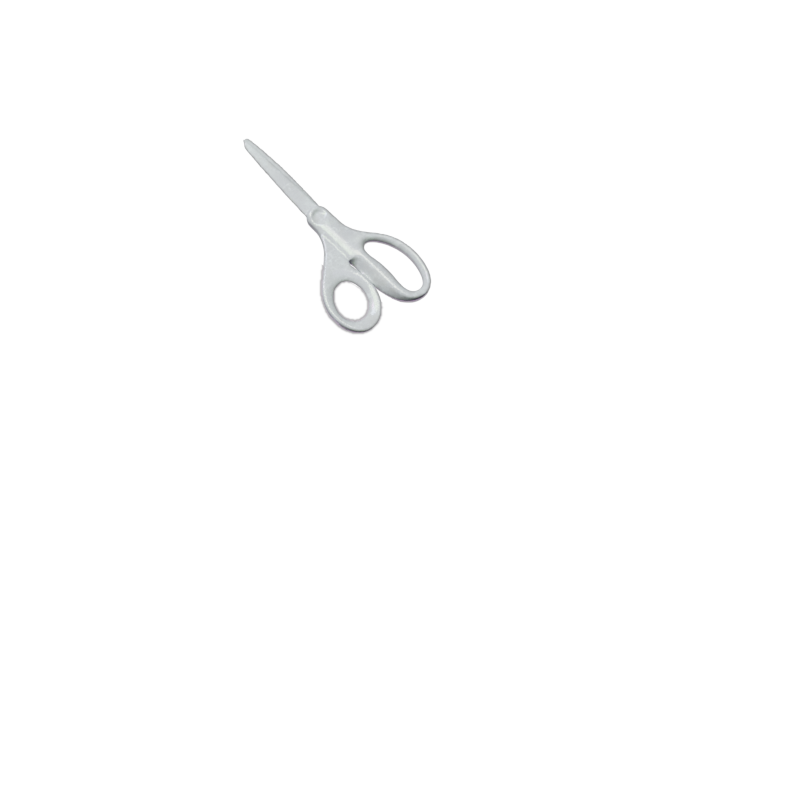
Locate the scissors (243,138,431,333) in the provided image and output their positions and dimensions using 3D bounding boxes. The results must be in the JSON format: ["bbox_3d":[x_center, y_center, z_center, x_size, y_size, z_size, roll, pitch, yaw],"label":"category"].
[{"bbox_3d":[-0.071,-0.129,0.906,0.208,0.098,0.015,32,-18,12],"label":"scissors"}]
